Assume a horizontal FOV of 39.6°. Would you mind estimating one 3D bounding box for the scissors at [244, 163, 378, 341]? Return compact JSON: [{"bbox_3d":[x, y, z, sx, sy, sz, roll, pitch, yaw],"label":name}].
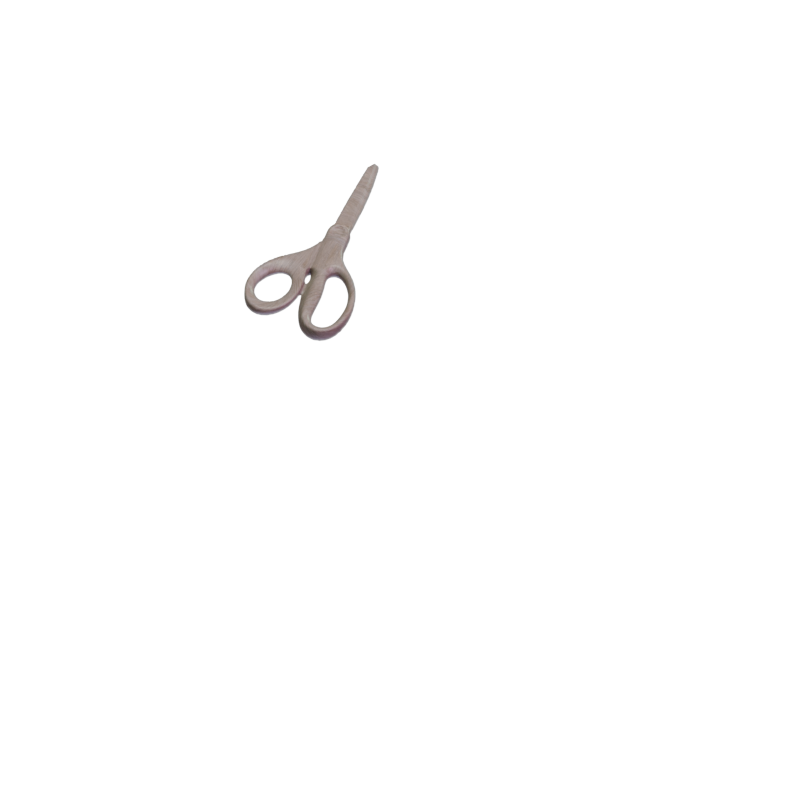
[{"bbox_3d":[-0.071,-0.130,0.907,0.097,0.216,0.015,2,-42,2],"label":"scissors"}]
